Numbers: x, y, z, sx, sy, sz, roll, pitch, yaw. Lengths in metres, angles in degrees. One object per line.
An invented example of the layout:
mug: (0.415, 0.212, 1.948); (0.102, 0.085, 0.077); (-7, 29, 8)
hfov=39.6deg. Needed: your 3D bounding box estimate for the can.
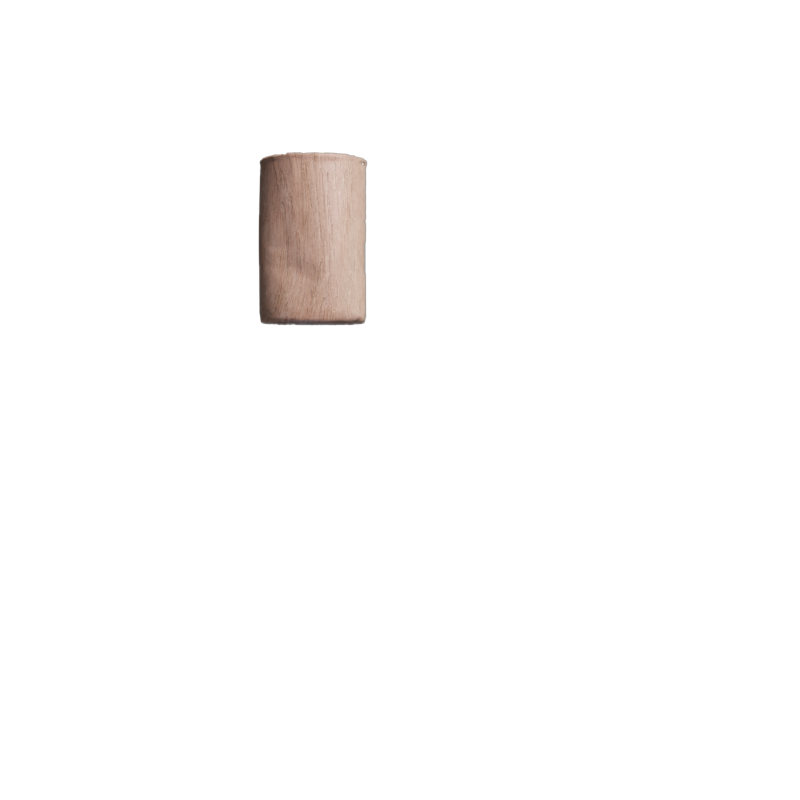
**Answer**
can: (-0.054, -0.099, 0.692); (0.068, 0.104, 0.068); (0, -4, -2)
